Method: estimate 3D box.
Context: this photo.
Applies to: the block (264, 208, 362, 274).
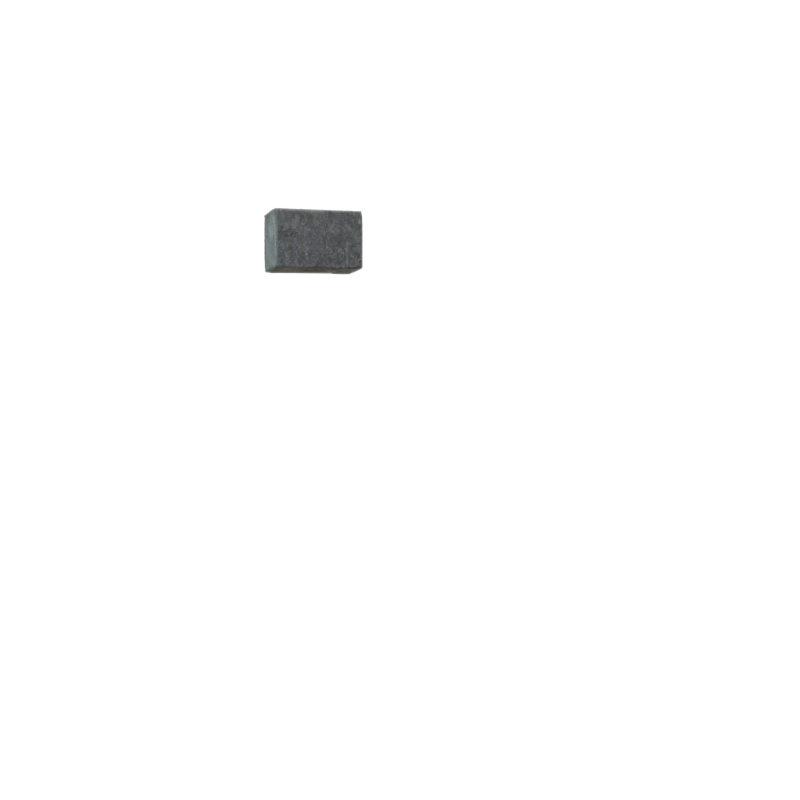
[{"bbox_3d":[-0.075,-0.137,0.958,0.076,0.052,0.053,0,-3,-15],"label":"block"}]
